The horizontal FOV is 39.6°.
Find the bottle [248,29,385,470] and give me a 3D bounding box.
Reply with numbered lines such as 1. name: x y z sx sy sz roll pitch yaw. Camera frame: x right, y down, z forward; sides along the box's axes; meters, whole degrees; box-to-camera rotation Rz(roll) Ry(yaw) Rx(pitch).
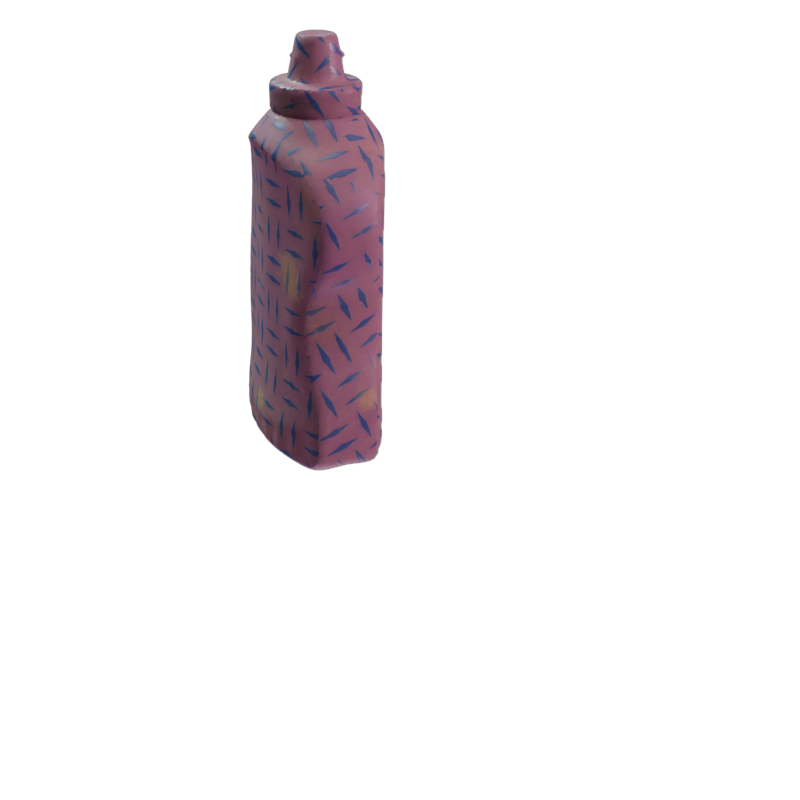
1. bottle: -0.039 -0.073 0.509 0.057 0.183 0.103 -7 24 -19
